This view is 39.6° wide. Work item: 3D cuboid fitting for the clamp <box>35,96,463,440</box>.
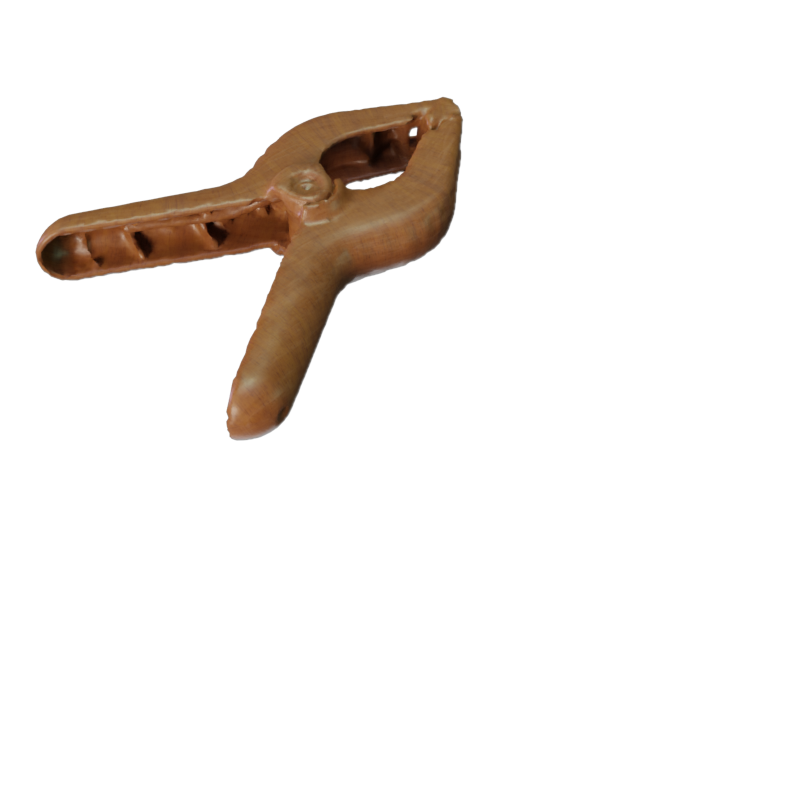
[{"bbox_3d":[-0.031,-0.057,0.402,0.171,0.129,0.037,-30,-32,-22],"label":"clamp"}]
